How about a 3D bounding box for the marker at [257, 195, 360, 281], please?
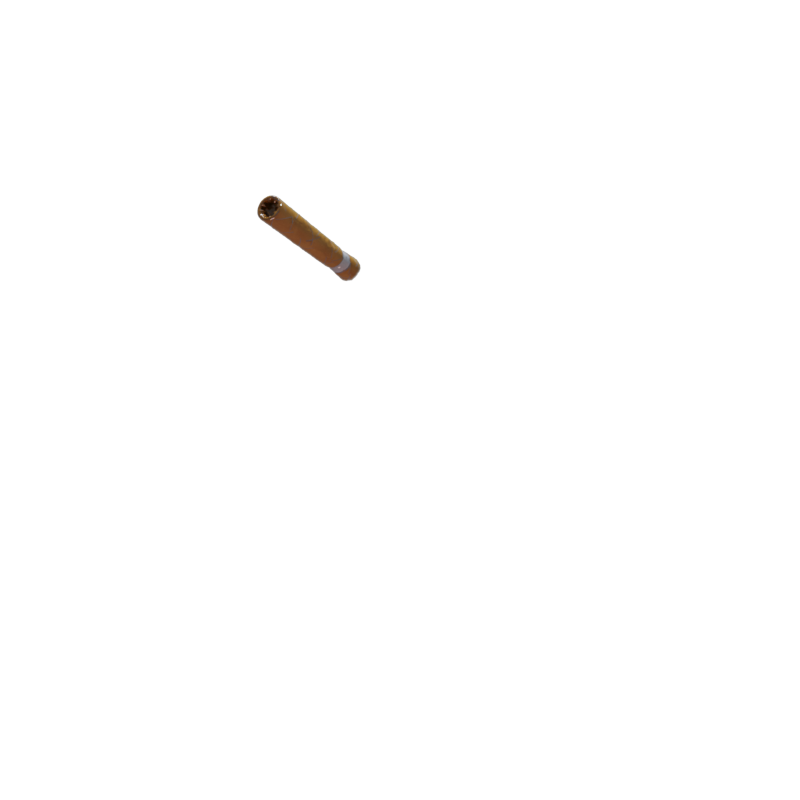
[{"bbox_3d":[-0.061,-0.112,0.783,0.020,0.020,0.113,3,-15,30],"label":"marker"}]
